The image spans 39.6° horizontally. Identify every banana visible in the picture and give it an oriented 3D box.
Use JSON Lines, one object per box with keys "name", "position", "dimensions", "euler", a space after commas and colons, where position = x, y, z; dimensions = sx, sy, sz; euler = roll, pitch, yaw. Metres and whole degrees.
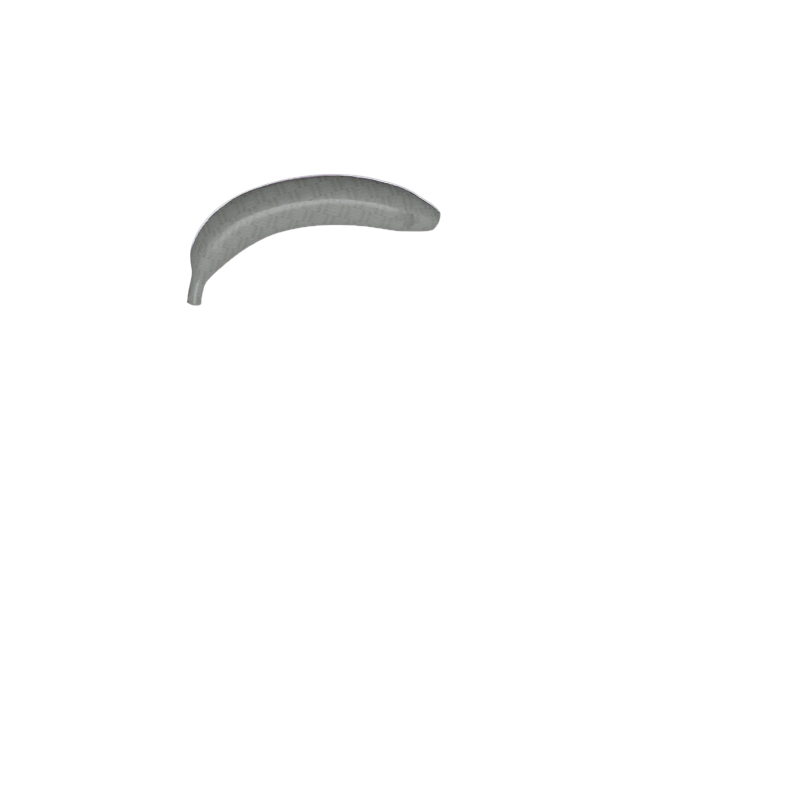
{"name": "banana", "position": [-0.073, -0.131, 0.811], "dimensions": [0.198, 0.065, 0.039], "euler": [-16, 26, 7]}
